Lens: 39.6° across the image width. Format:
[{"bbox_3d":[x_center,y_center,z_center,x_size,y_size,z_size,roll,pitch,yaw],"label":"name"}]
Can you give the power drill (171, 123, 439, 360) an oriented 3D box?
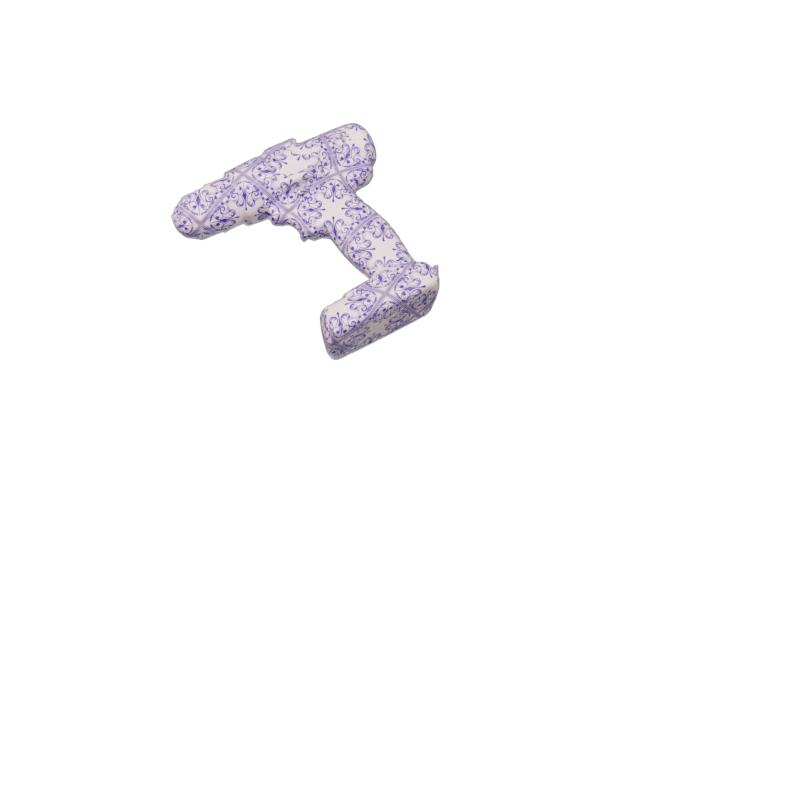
[{"bbox_3d":[-0.071,-0.129,0.901,0.184,0.200,0.054,-27,-25,-14],"label":"power drill"}]
